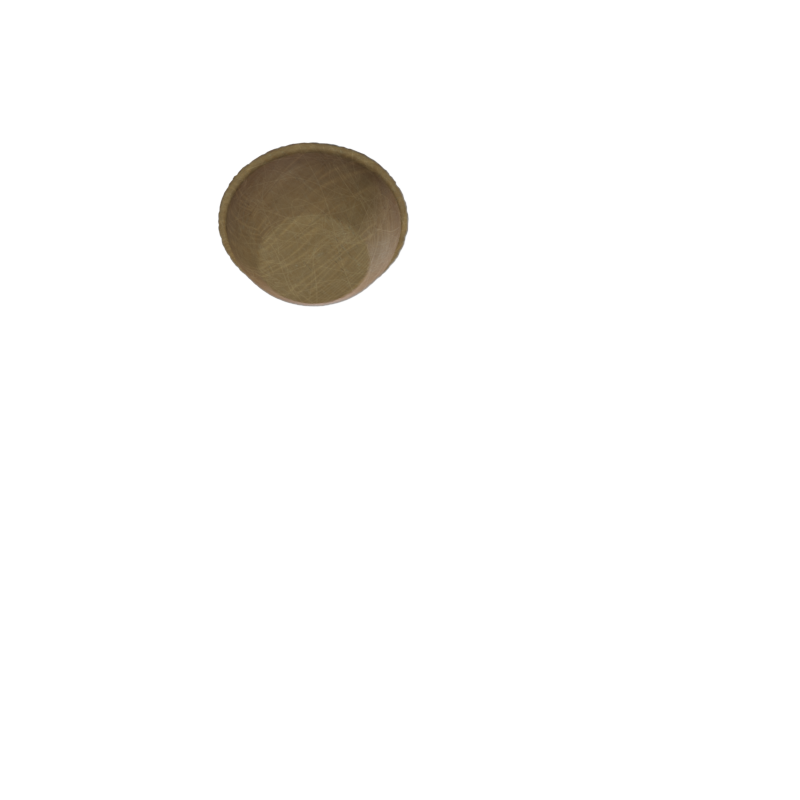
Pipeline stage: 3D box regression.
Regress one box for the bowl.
[{"bbox_3d":[-0.072,-0.131,0.921,0.162,0.151,0.059,1,40,-1],"label":"bowl"}]
